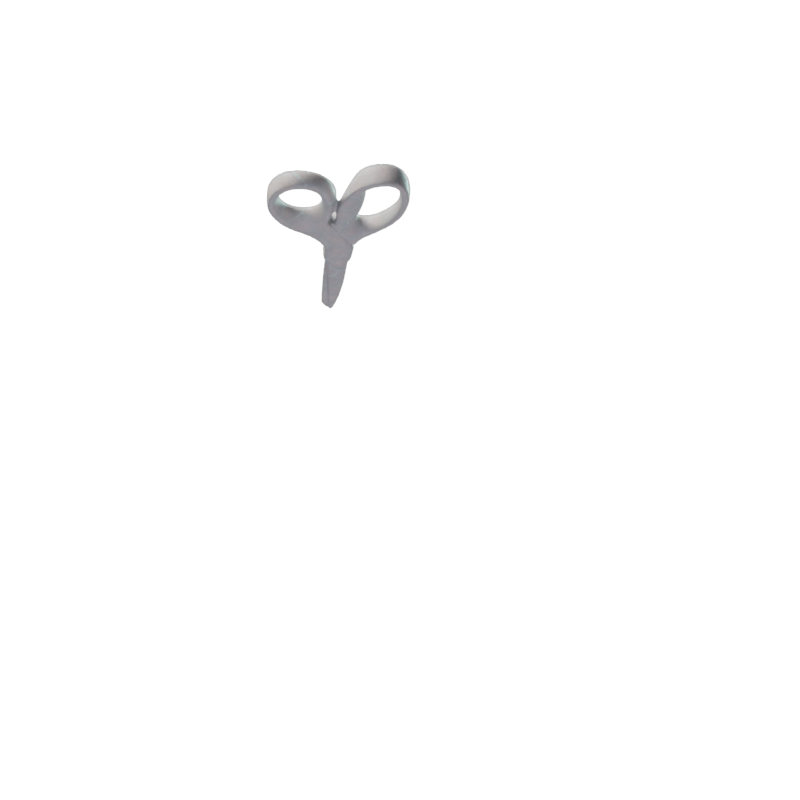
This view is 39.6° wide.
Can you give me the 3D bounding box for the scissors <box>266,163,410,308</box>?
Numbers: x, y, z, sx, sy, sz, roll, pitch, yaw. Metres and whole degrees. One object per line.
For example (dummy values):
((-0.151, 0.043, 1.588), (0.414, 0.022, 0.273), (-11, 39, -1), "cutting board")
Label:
((-0.058, -0.105, 0.736), (0.093, 0.017, 0.197), (8, -21, -21), "scissors")
